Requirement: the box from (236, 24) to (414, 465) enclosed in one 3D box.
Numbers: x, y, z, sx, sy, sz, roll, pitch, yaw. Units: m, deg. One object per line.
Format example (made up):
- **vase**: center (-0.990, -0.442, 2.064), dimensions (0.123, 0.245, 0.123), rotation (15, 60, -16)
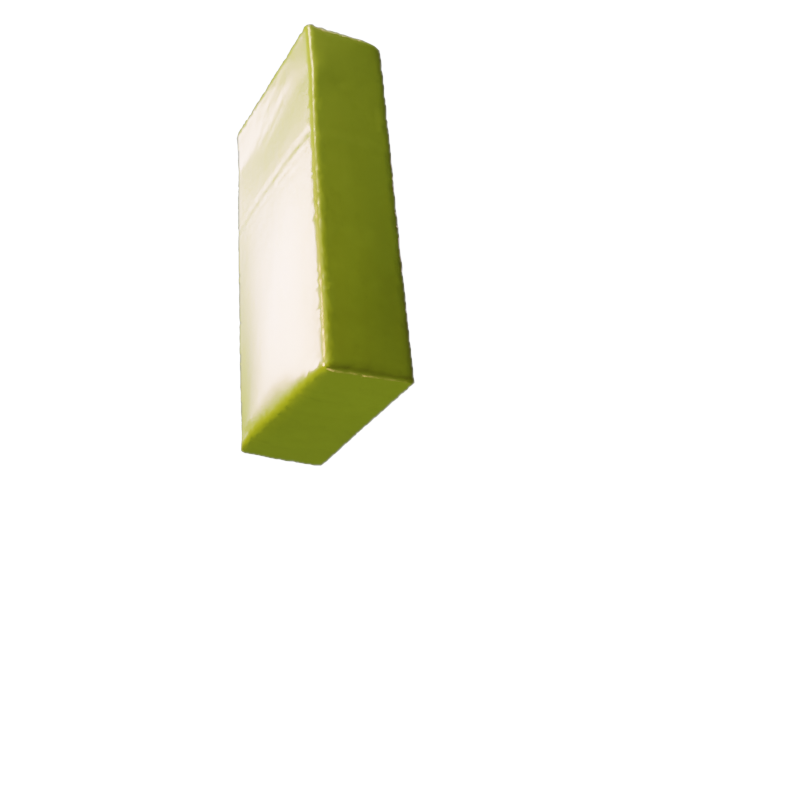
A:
- **box**: center (-0.039, -0.071, 0.497), dimensions (0.046, 0.188, 0.091), rotation (13, -34, -25)
